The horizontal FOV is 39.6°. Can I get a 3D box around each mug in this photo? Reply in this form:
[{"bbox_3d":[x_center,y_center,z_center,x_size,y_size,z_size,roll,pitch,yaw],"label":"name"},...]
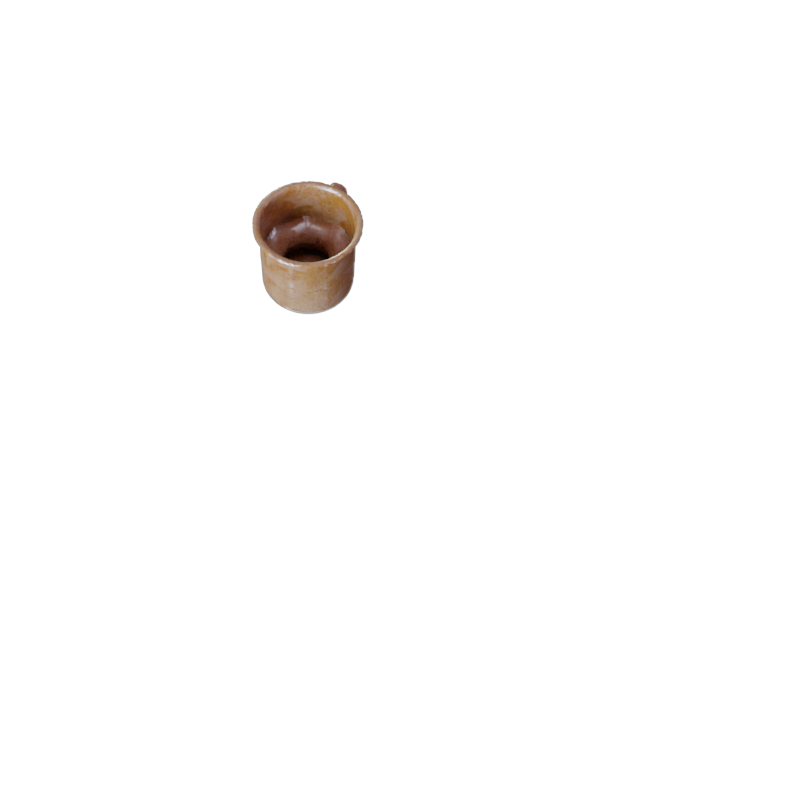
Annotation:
[{"bbox_3d":[-0.075,-0.138,0.964,0.095,0.122,0.076,18,-33,10],"label":"mug"}]
